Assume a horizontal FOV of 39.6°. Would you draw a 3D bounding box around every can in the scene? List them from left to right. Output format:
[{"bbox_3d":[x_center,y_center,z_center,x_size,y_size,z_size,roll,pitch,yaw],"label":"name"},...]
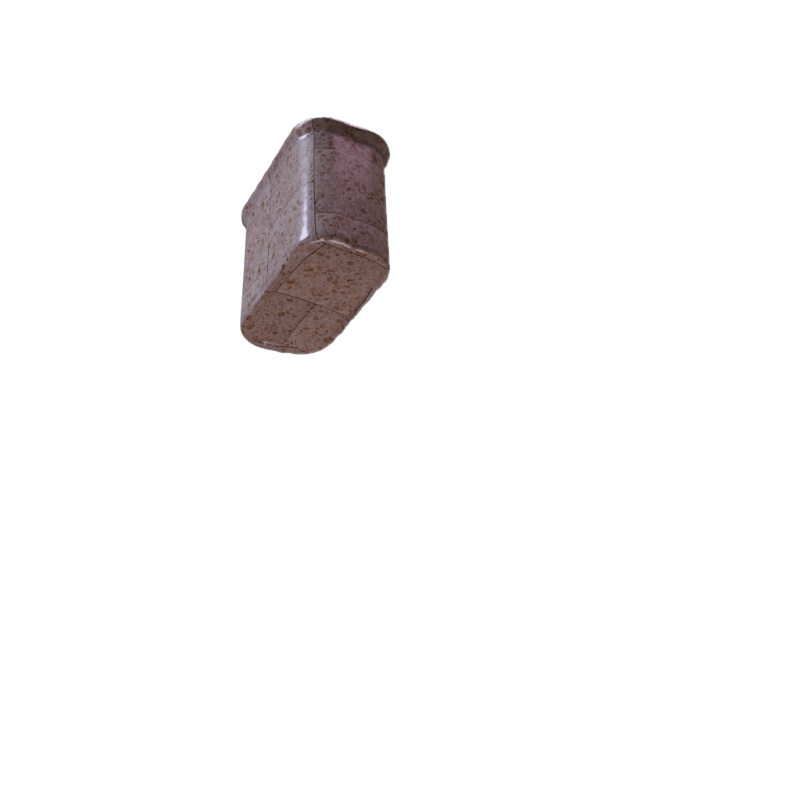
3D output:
[{"bbox_3d":[-0.046,-0.084,0.589,0.055,0.090,0.099,17,-41,-24],"label":"can"}]
